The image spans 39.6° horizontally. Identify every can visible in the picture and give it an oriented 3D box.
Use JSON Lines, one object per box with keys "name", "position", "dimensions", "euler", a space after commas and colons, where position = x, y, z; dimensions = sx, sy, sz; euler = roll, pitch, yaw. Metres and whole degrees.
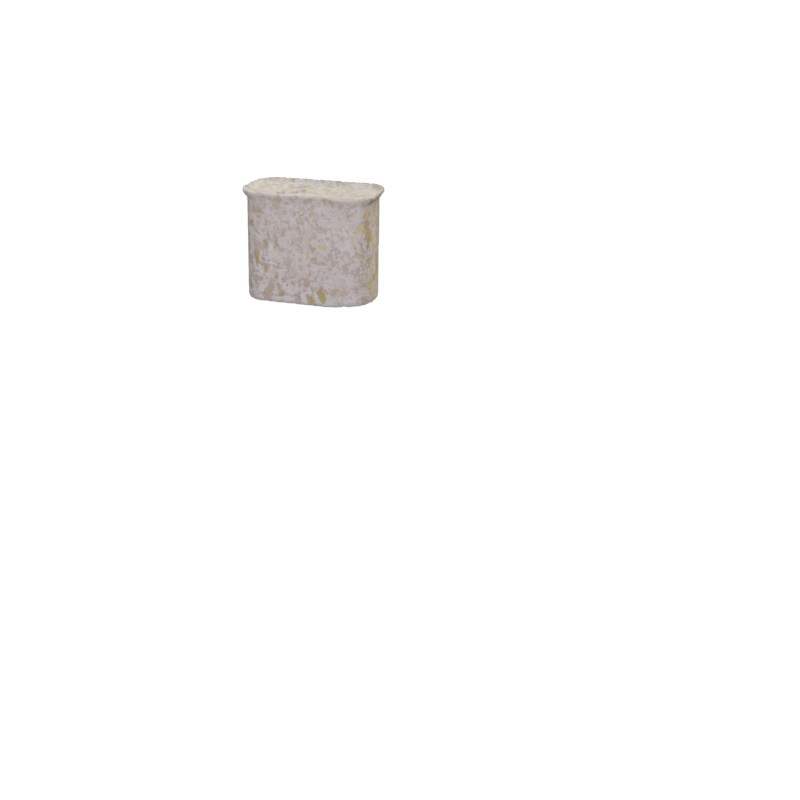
{"name": "can", "position": [-0.065, -0.118, 0.826], "dimensions": [0.105, 0.081, 0.058], "euler": [7, 19, 17]}
